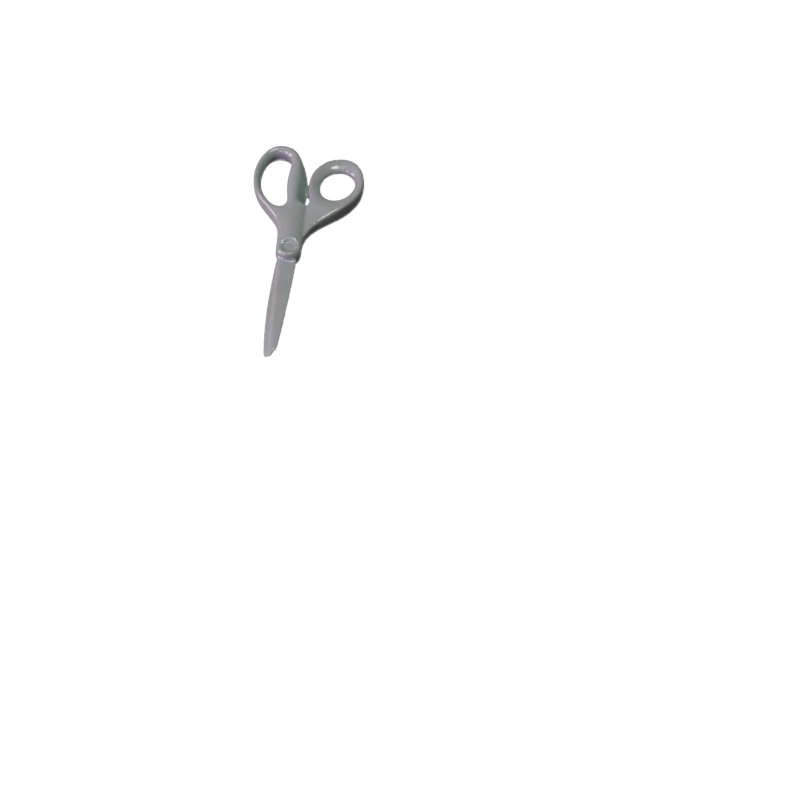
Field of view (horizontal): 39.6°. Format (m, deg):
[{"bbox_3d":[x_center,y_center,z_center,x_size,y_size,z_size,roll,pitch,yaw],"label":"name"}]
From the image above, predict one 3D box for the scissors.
[{"bbox_3d":[-0.065,-0.119,0.835,0.095,0.217,0.015,-8,-38,-6],"label":"scissors"}]
